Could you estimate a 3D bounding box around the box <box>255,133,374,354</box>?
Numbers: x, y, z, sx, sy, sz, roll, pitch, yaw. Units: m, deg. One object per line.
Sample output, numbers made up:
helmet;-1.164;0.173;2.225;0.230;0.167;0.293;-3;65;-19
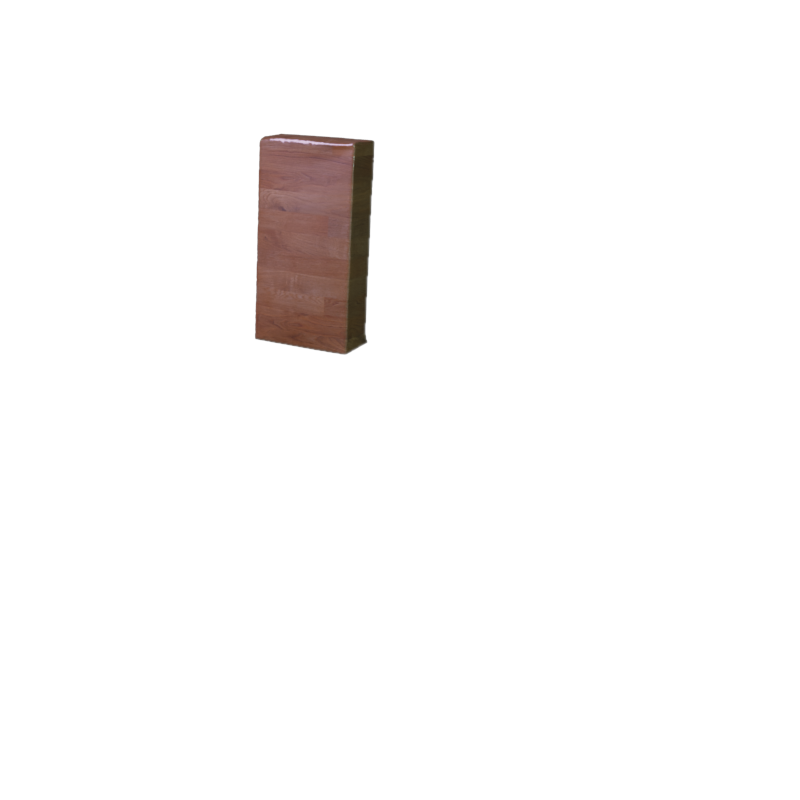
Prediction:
box;-0.074;-0.133;0.935;0.097;0.171;0.048;8;14;27
